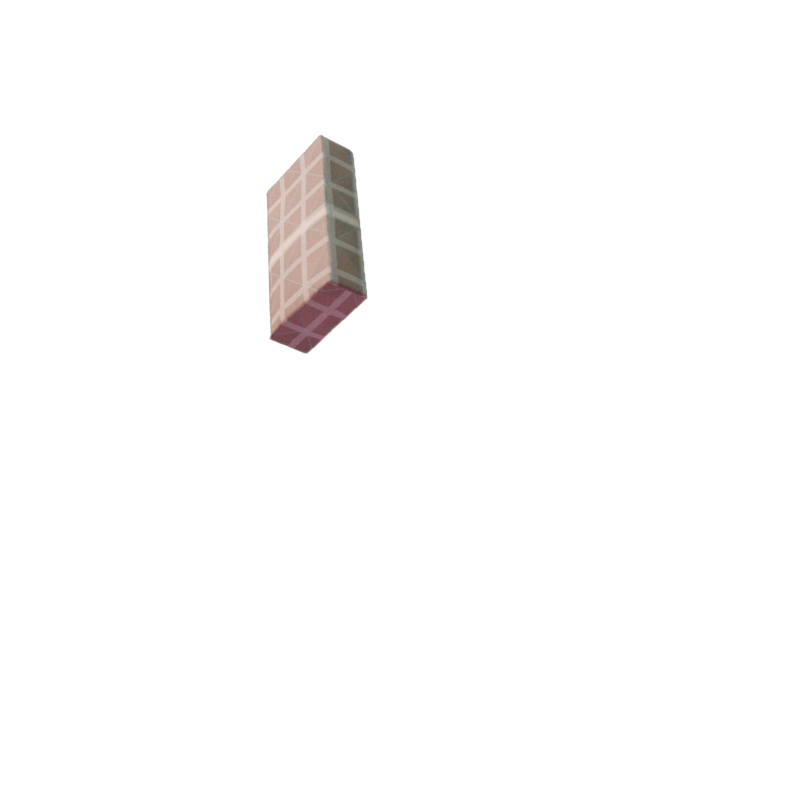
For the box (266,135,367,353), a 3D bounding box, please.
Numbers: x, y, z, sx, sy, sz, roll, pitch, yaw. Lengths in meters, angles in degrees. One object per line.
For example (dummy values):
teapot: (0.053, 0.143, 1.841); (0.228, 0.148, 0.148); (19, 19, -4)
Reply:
box: (-0.076, -0.139, 0.972); (0.045, 0.189, 0.092); (25, -47, -30)
